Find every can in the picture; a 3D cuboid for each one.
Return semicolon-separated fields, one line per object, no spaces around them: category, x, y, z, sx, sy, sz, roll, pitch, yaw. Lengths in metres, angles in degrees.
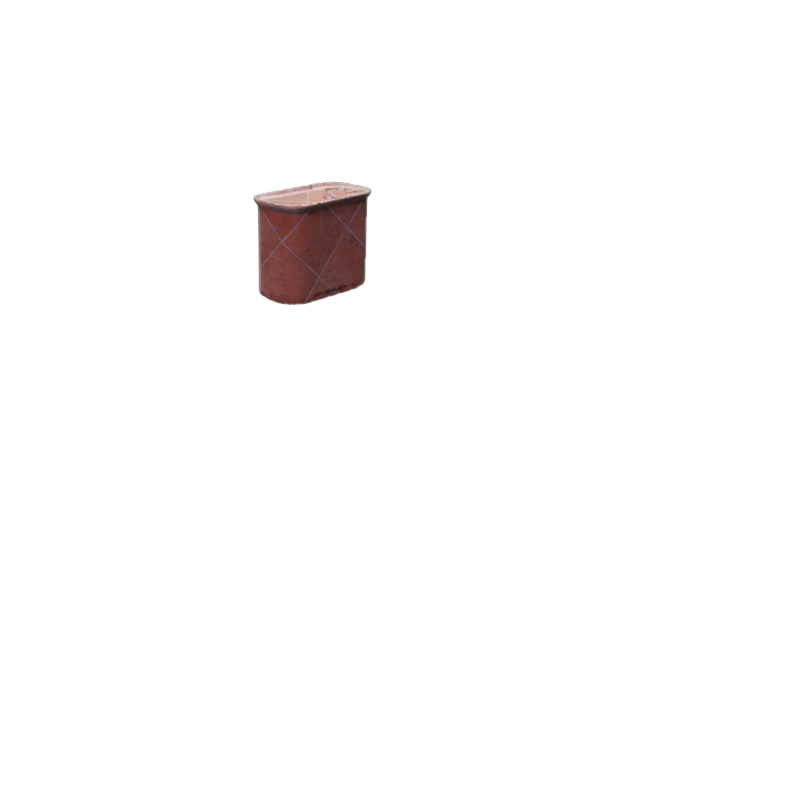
can;-0.072;-0.132;0.921;0.061;0.081;0.100;16;24;40
